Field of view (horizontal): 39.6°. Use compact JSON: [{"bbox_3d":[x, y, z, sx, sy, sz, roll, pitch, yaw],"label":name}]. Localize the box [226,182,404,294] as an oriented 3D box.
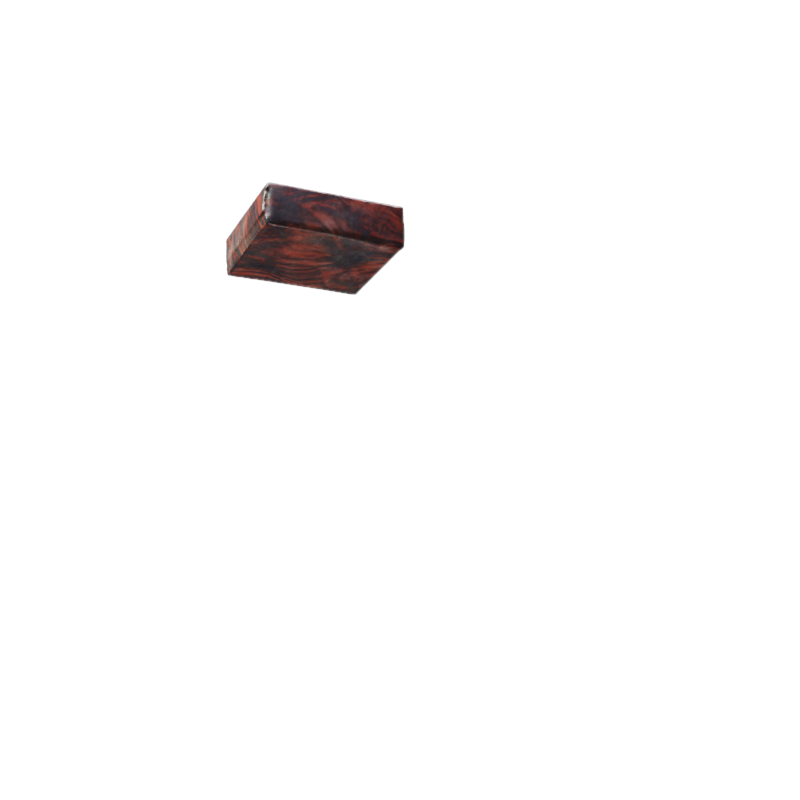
[{"bbox_3d":[-0.066,-0.120,0.839,0.110,0.041,0.088,10,-25,-23],"label":"box"}]
